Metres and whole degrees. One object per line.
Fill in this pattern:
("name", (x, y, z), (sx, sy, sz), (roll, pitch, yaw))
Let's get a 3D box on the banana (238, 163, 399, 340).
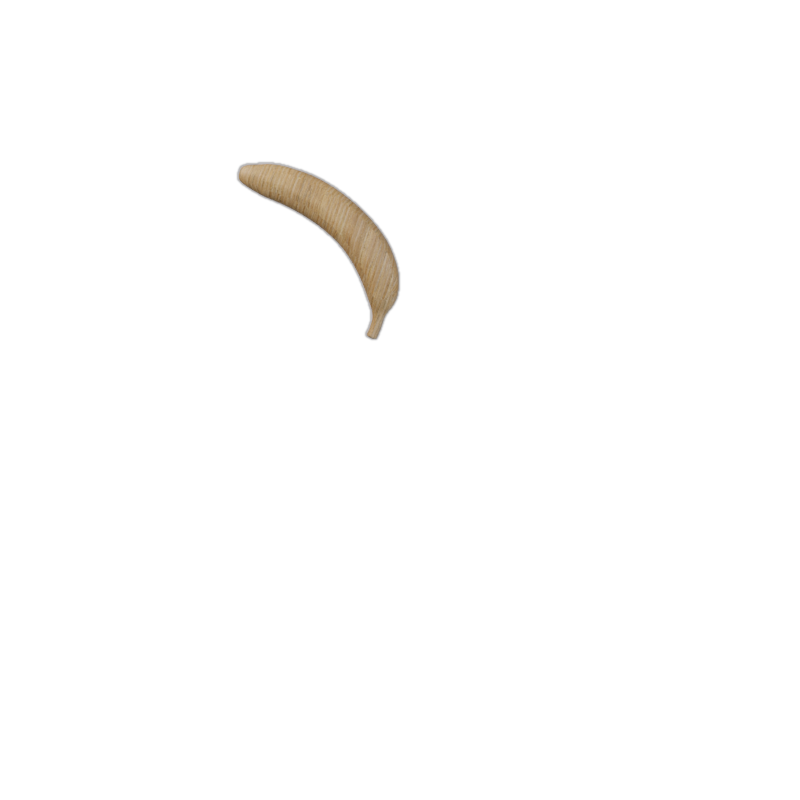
("banana", (-0.061, -0.150, 0.992), (0.070, 0.202, 0.036), (-38, -7, -6))
